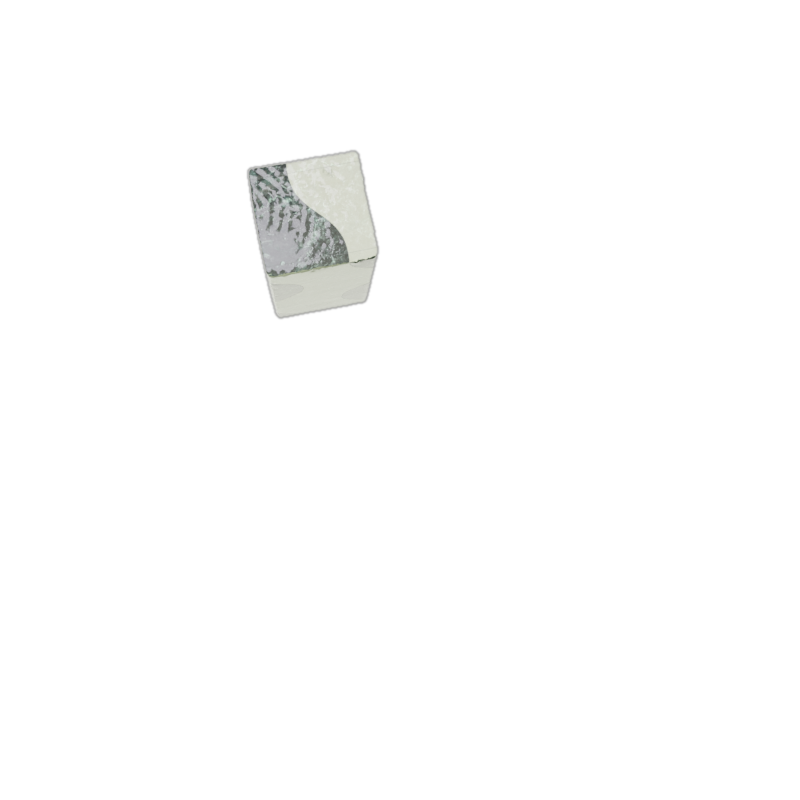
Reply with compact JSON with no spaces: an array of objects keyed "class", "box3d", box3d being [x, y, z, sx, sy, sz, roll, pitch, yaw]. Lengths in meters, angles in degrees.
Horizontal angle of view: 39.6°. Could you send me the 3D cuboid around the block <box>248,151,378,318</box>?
[{"class":"block","box3d":[-0.075,-0.136,0.958,0.090,0.092,0.202,-11,-6,-5]}]
